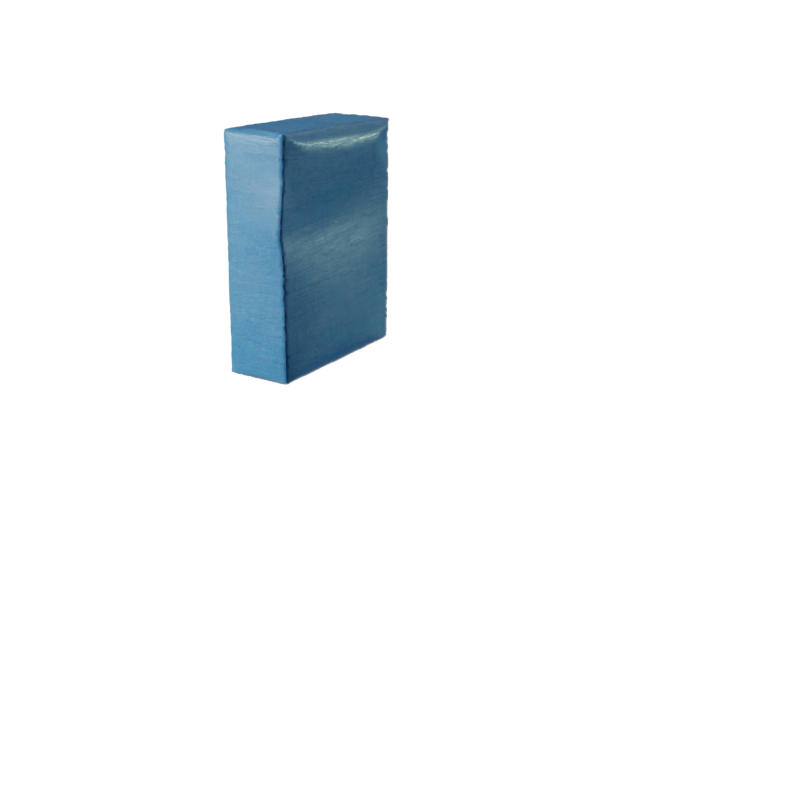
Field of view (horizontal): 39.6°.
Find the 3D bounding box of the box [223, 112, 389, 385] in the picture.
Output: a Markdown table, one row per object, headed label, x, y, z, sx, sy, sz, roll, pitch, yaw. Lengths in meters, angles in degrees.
| label | x | y | z | sx | sy | sz | roll | pitch | yaw |
| --- | --- | --- | --- | --- | --- | --- | --- | --- | --- |
| box | -0.077 | -0.140 | 0.984 | 0.075 | 0.207 | 0.162 | 10 | 18 | 31 |
